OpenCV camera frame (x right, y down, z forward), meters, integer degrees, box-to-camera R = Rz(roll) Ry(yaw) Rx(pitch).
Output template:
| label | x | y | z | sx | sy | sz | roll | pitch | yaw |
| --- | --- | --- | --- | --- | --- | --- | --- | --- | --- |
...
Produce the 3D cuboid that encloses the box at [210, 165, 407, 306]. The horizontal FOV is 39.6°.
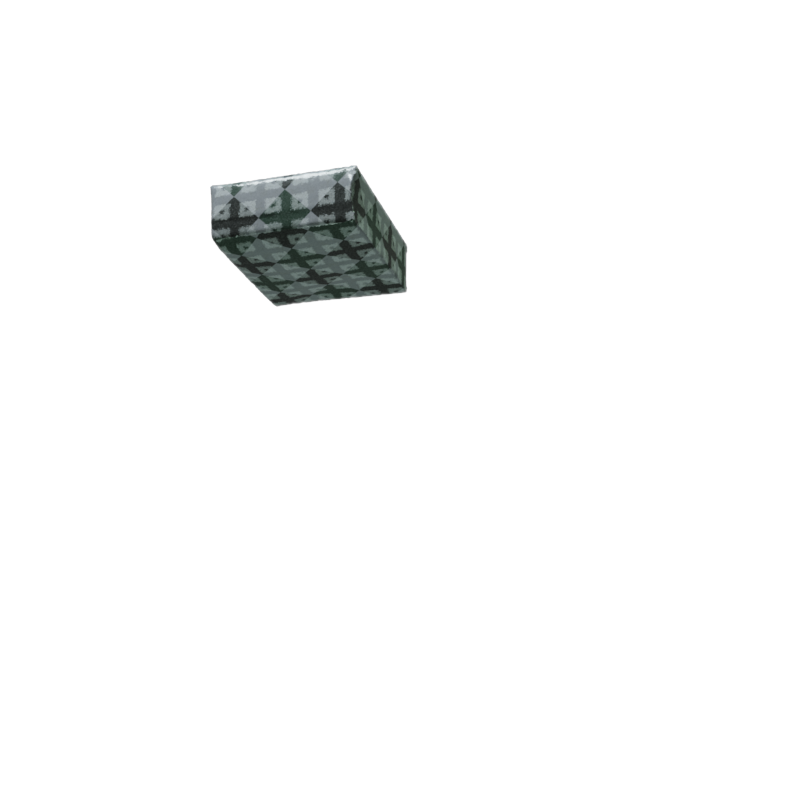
| label | x | y | z | sx | sy | sz | roll | pitch | yaw |
| --- | --- | --- | --- | --- | --- | --- | --- | --- | --- |
| box | -0.052 | -0.095 | 0.664 | 0.091 | 0.041 | 0.106 | -5 | -18 | 16 |
